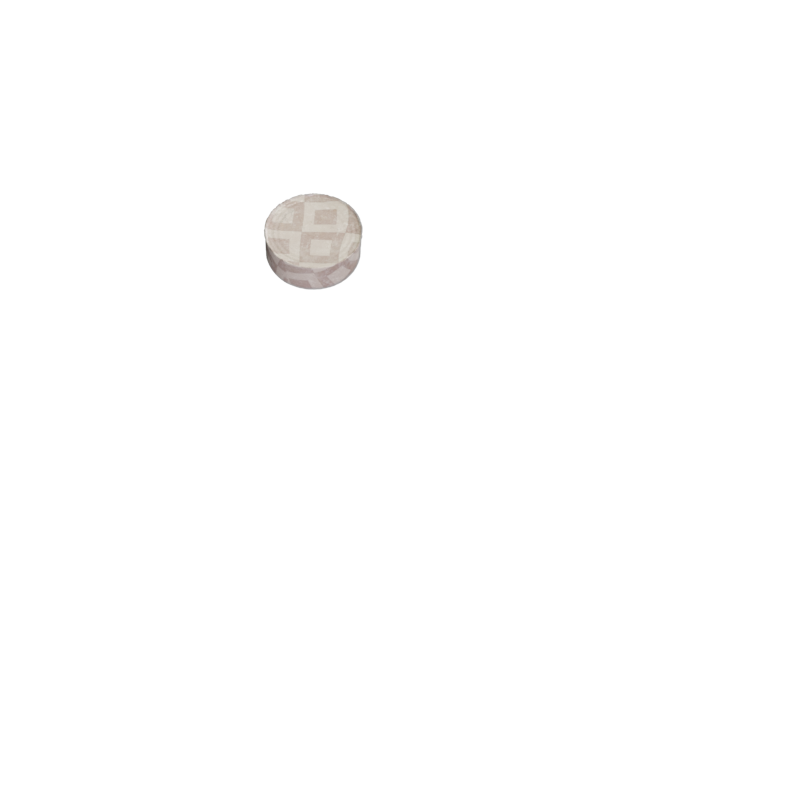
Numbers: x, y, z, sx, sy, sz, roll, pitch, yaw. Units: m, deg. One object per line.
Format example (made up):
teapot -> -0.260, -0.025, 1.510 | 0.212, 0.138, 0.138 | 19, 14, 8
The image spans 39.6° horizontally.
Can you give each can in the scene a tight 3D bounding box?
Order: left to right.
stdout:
can -> -0.076, -0.139, 0.975 | 0.086, 0.092, 0.031 | -1, -37, -1
